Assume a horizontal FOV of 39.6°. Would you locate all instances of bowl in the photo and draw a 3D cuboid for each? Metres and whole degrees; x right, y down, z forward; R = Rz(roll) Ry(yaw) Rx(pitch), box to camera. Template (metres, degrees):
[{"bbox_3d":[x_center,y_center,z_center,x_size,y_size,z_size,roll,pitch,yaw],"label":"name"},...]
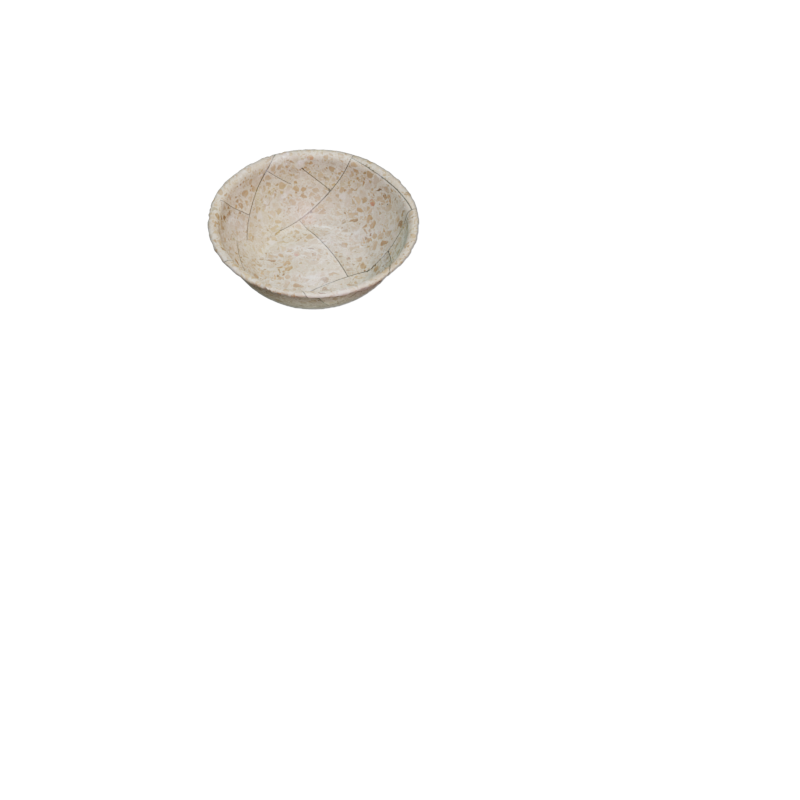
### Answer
[{"bbox_3d":[-0.068,-0.123,0.864,0.162,0.174,0.051,-1,-41,-1],"label":"bowl"}]
